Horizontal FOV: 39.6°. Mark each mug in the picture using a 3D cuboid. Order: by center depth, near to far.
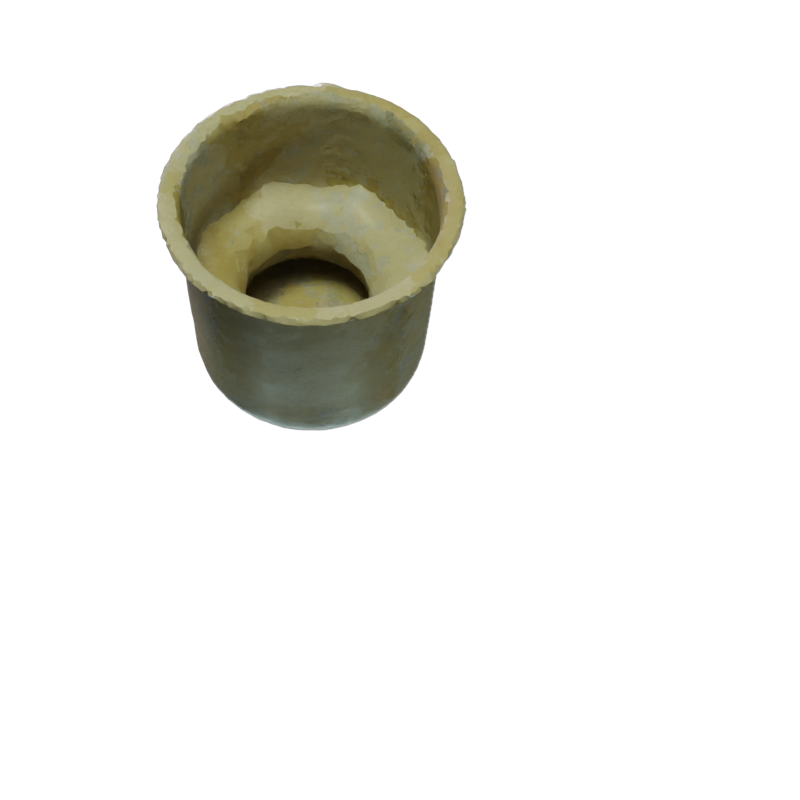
[{"bbox_3d":[-0.029,-0.053,0.373,0.093,0.125,0.076,2,-34,-1],"label":"mug"}]
